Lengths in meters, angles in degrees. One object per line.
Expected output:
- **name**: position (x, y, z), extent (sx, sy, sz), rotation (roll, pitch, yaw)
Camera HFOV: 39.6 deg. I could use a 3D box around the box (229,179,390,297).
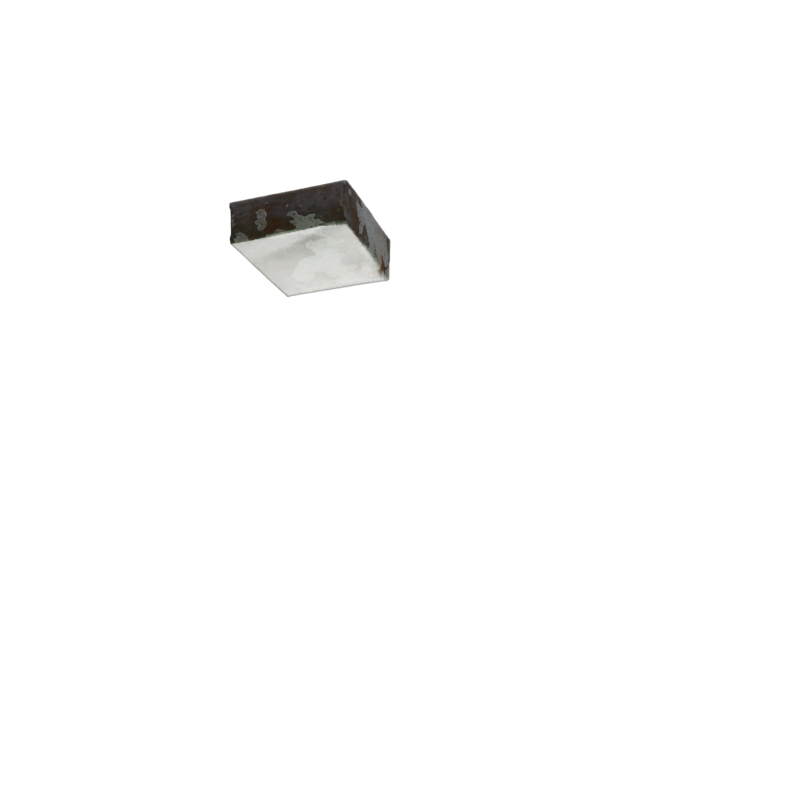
- **box**: position (-0.064, -0.117, 0.820), extent (0.091, 0.041, 0.106), rotation (-7, -22, 17)
